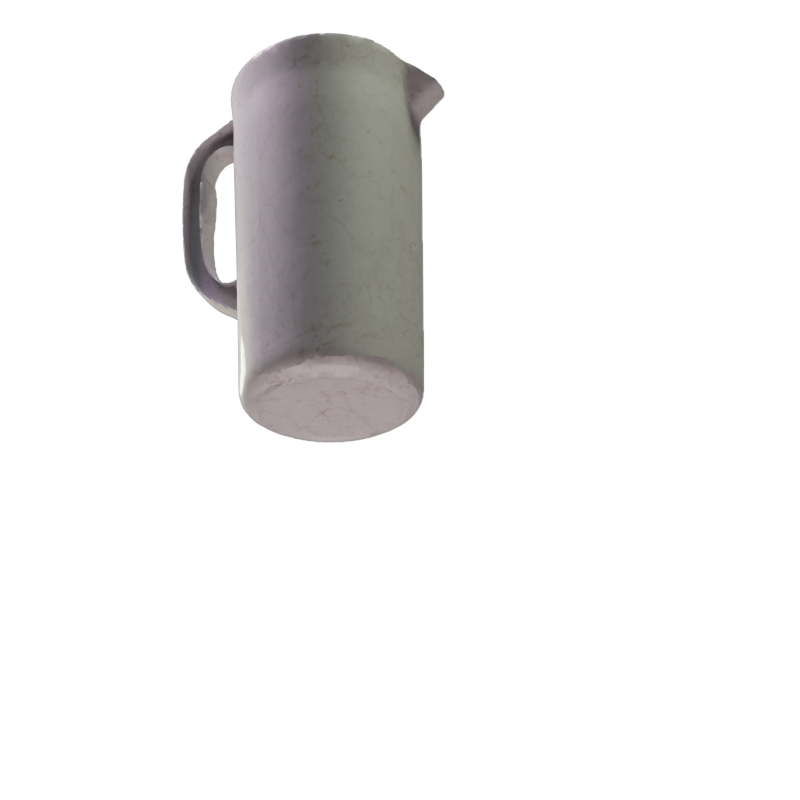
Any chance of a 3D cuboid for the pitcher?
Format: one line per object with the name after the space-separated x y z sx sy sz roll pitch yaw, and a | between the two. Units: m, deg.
-0.056 -0.101 0.709 0.140 0.259 0.145 12 -34 -22 | pitcher
